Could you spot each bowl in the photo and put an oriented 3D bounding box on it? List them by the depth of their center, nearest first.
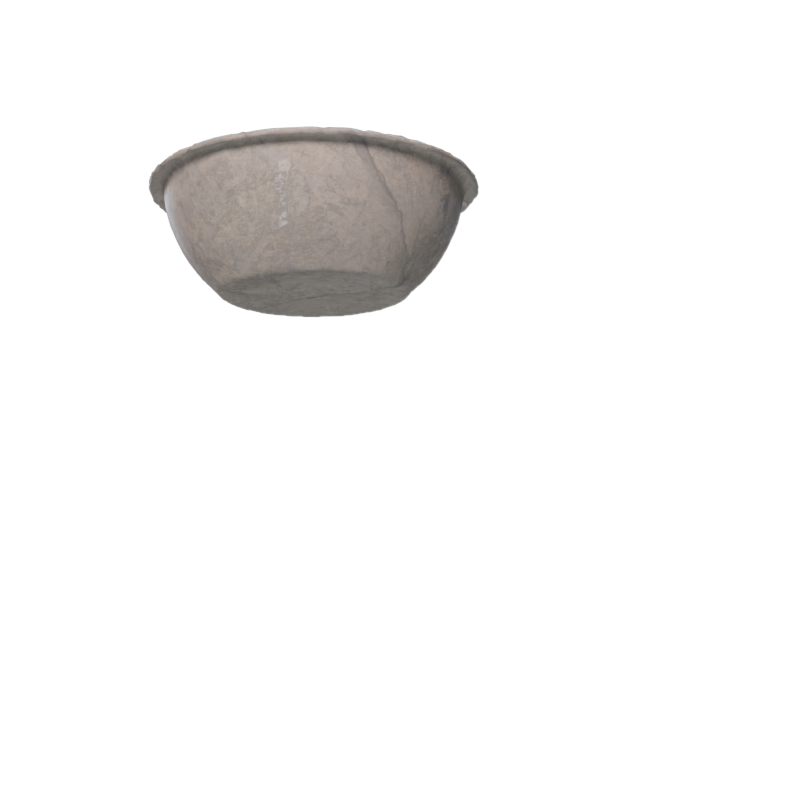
[{"bbox_3d":[-0.042,-0.077,0.541,0.162,0.057,0.157,0,-10,-2],"label":"bowl"}]
